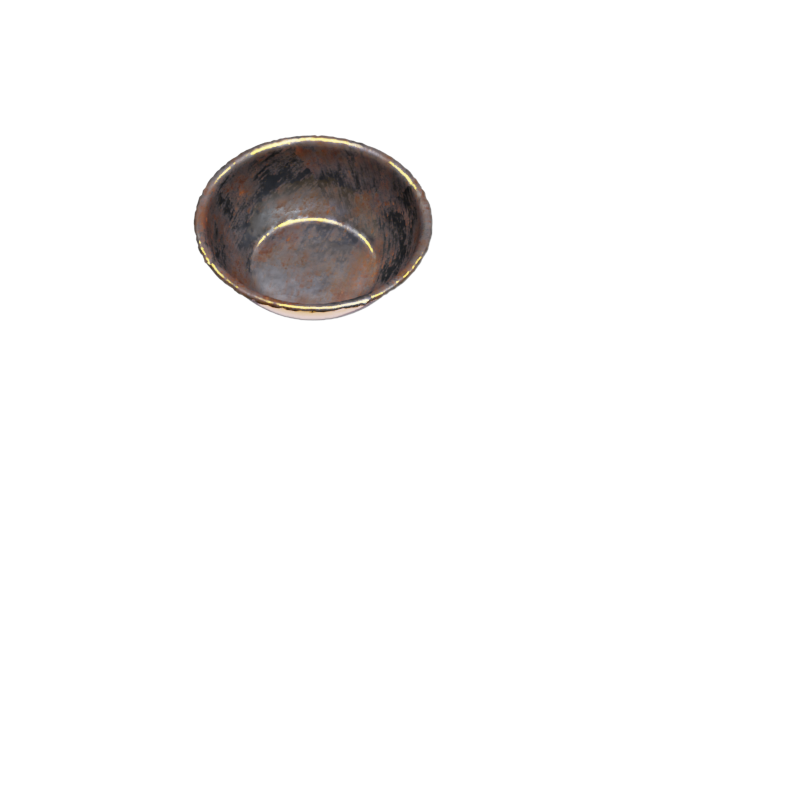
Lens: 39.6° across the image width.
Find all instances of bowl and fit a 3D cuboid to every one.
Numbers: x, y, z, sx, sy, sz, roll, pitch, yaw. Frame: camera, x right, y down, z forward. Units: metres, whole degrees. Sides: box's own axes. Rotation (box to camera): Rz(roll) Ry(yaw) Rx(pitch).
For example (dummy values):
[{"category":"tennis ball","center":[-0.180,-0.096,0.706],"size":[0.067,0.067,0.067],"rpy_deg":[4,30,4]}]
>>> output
[{"category":"bowl","center":[-0.060,-0.110,0.770],"size":[0.162,0.174,0.051],"rpy_deg":[-1,-37,-1]}]
